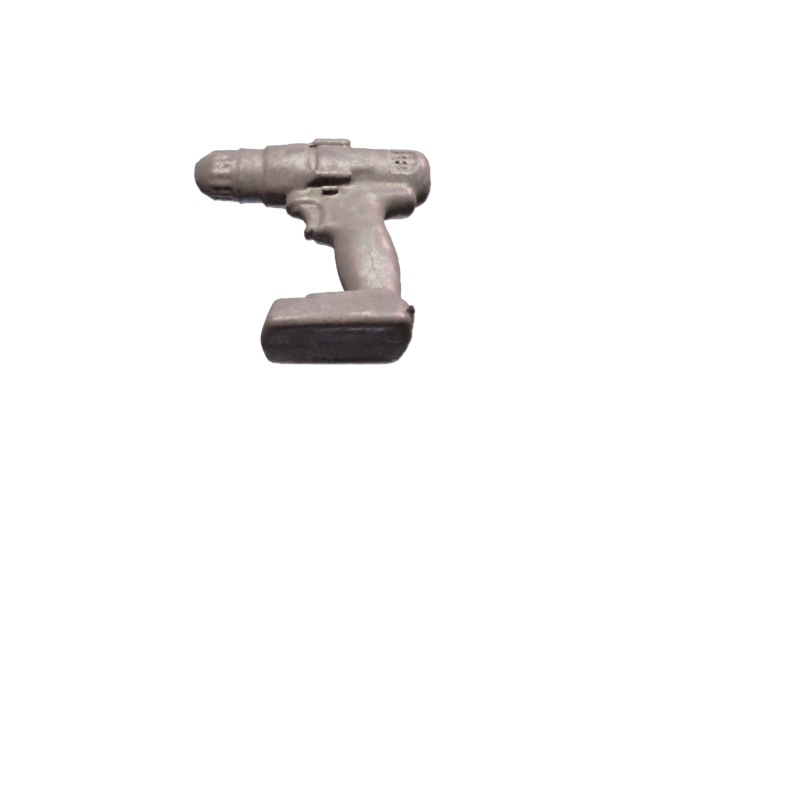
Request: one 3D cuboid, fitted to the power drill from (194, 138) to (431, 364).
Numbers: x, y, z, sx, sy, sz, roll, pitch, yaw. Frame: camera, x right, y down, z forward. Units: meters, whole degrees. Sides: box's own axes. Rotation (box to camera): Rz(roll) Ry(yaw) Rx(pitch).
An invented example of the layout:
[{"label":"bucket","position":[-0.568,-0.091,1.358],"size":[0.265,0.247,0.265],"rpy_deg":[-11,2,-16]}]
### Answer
[{"label":"power drill","position":[-0.064,-0.117,0.821],"size":[0.184,0.201,0.054],"rpy_deg":[-1,-36,-1]}]
